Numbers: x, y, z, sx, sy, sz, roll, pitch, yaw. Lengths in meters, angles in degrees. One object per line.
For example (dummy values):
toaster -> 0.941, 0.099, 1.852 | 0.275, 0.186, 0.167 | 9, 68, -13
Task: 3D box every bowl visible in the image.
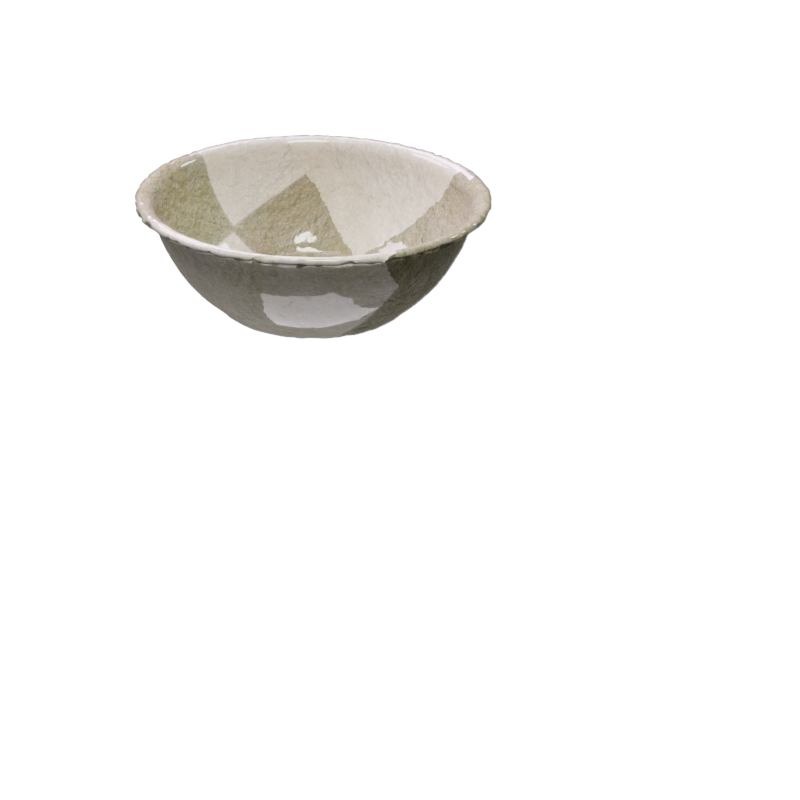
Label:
bowl -> -0.040, -0.074, 0.516 | 0.162, 0.052, 0.172 | -1, 30, -2
